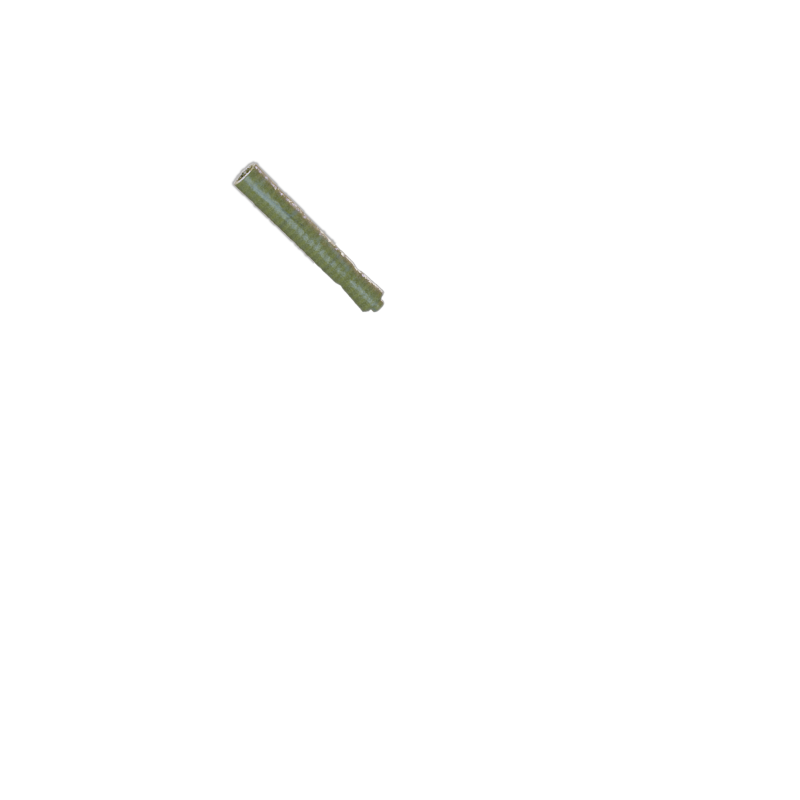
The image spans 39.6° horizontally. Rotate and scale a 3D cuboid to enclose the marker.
[{"bbox_3d":[-0.053,-0.097,0.678,0.116,0.020,0.020,44,-13,-16],"label":"marker"}]
